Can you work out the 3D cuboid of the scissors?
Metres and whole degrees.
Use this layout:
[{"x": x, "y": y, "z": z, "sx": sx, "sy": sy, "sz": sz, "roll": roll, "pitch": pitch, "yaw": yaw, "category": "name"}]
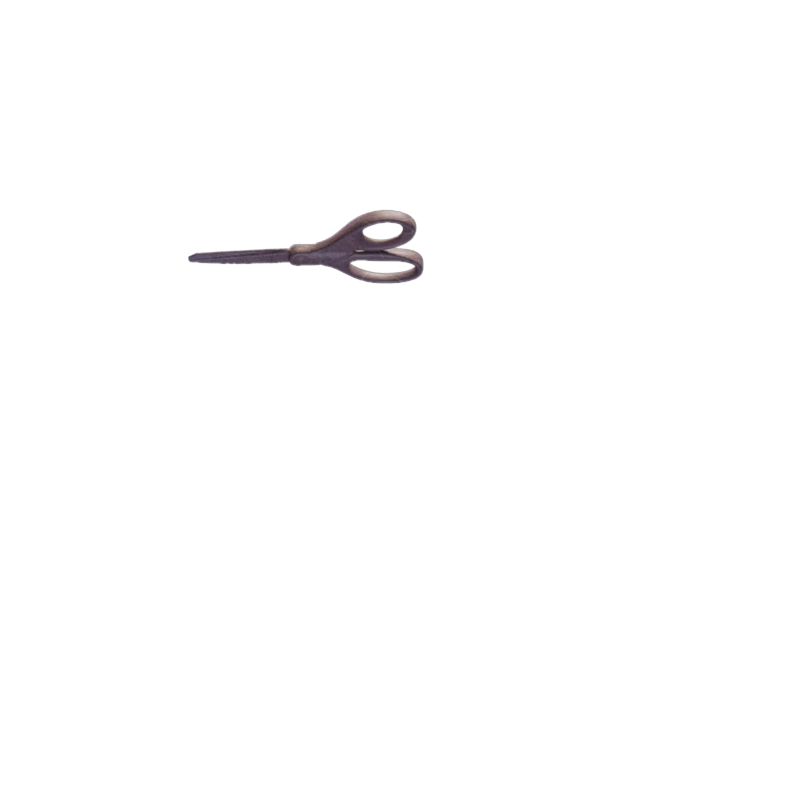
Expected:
[{"x": -0.074, "y": -0.134, "z": 0.939, "sx": 0.198, "sy": 0.017, "sz": 0.091, "roll": 7, "pitch": -36, "yaw": -10, "category": "scissors"}]
